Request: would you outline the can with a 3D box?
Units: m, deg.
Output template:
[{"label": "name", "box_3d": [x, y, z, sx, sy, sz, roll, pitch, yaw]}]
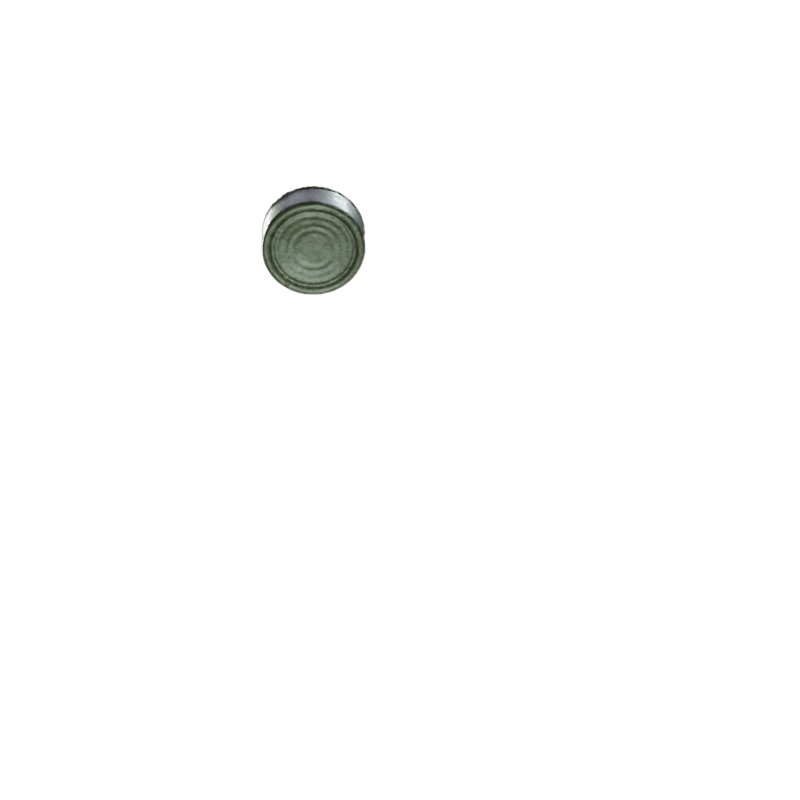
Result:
[{"label": "can", "box_3d": [-0.071, -0.130, 0.908, 0.086, 0.081, 0.036, 1, 30, -1]}]
